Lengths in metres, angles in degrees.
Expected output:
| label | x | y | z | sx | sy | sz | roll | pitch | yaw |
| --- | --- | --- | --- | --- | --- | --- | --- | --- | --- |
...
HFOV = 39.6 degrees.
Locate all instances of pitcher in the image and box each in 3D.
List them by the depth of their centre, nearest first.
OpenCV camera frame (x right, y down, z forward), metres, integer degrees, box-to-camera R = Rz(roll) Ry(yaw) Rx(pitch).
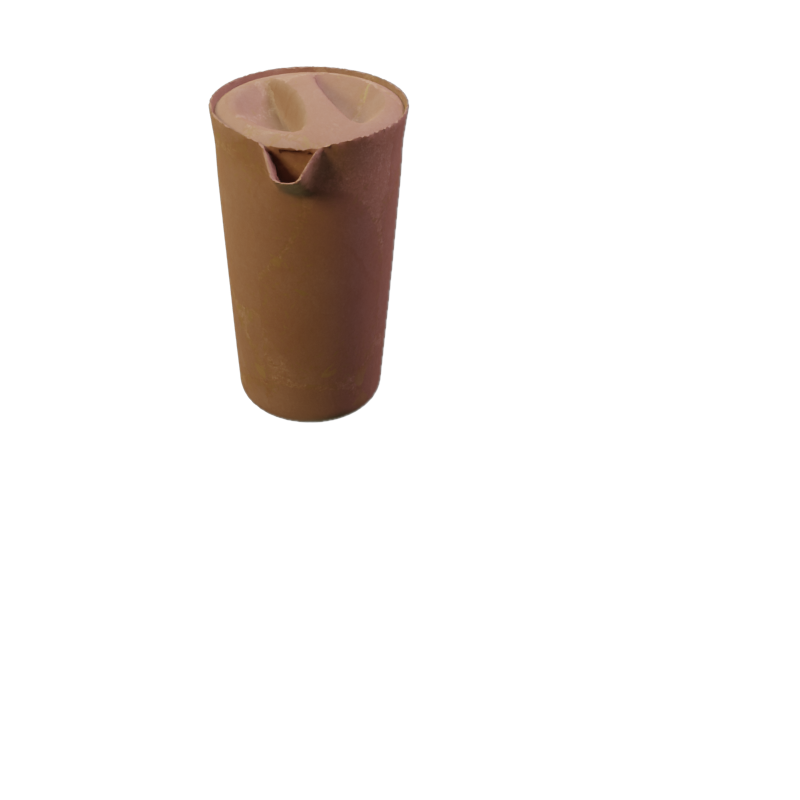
| label | x | y | z | sx | sy | sz | roll | pitch | yaw |
| --- | --- | --- | --- | --- | --- | --- | --- | --- | --- |
| pitcher | -0.063 | -0.115 | 0.804 | 0.148 | 0.228 | 0.156 | -22 | 41 | -32 |
